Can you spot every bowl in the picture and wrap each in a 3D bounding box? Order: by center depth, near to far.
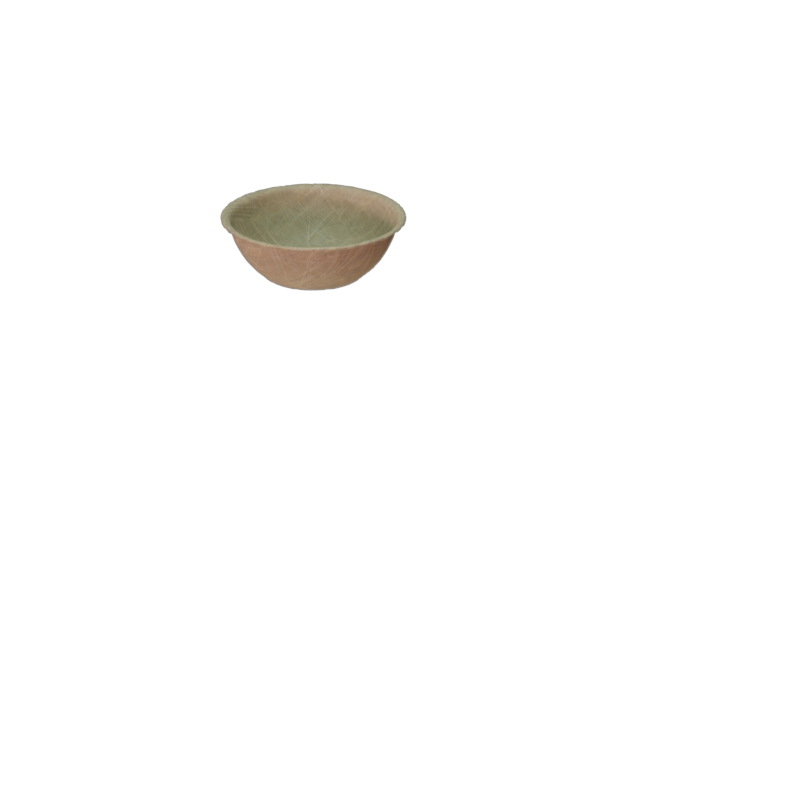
[{"bbox_3d":[-0.076,-0.139,0.973,0.162,0.052,0.171,-1,28,-2],"label":"bowl"}]
